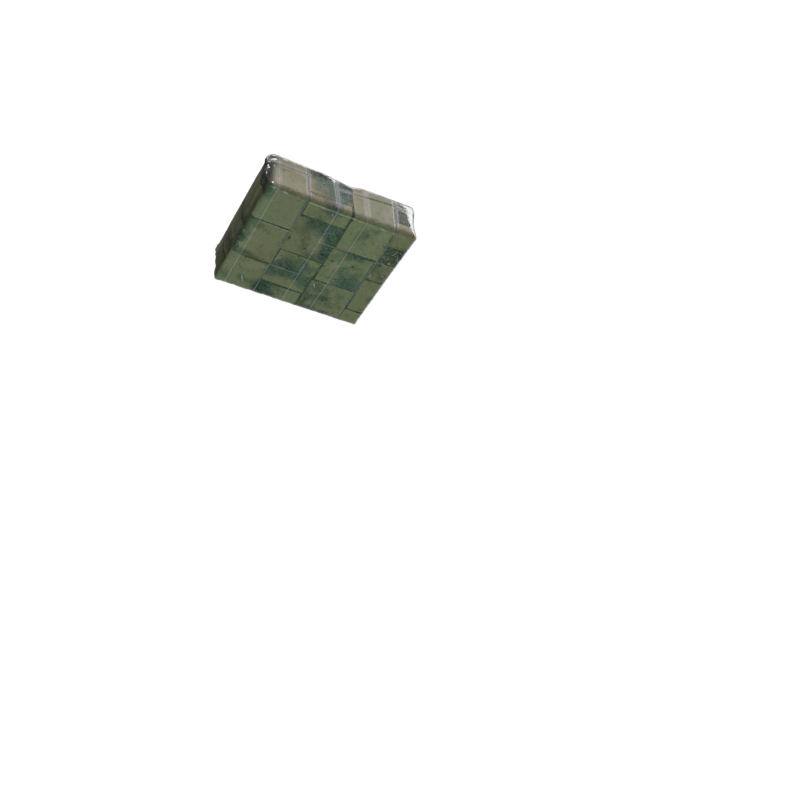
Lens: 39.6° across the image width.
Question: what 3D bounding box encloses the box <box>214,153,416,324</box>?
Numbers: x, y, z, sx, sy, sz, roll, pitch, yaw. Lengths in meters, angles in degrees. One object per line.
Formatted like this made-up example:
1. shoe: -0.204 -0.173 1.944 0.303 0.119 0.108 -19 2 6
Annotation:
1. box: -0.047 -0.086 0.602 0.086 0.032 0.070 19 -49 -19
